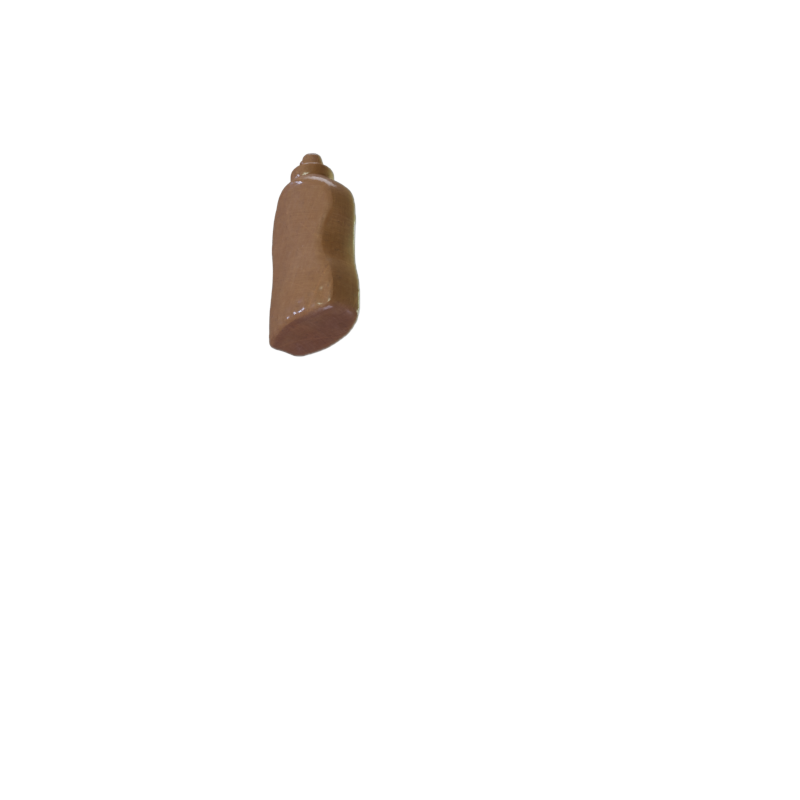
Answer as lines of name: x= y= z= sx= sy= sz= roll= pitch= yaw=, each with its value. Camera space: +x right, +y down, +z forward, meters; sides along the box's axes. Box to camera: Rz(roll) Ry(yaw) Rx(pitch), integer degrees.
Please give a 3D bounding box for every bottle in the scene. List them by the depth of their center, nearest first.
bottle: x=-0.078 y=-0.142 z=0.992 sx=0.055 sy=0.205 sz=0.095 roll=20 pitch=-38 yaw=-31
